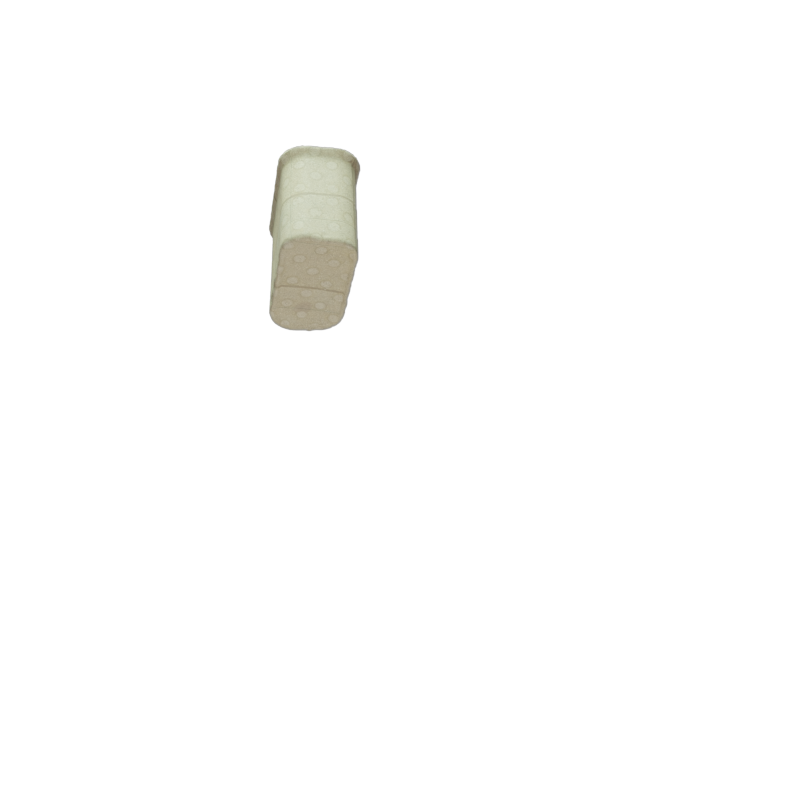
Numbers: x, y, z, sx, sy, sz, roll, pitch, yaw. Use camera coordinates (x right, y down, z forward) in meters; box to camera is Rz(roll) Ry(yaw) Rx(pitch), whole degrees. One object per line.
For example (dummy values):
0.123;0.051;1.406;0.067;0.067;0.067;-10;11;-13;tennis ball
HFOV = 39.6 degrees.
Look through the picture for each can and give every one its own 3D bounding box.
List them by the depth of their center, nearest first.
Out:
-0.060;-0.109;0.761;0.057;0.090;0.096;5;-38;-9;can
